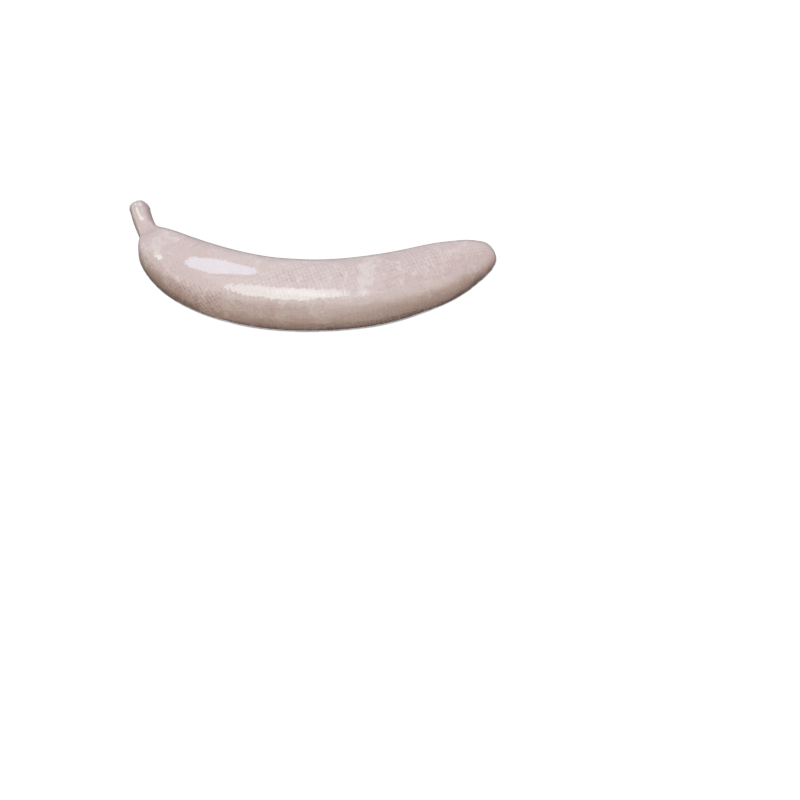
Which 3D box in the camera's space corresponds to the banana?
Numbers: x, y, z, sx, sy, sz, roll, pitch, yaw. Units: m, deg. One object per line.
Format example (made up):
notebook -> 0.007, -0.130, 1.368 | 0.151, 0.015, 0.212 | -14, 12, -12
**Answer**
banana -> -0.051, -0.066, 0.568 | 0.199, 0.073, 0.035 | 9, -27, 4
